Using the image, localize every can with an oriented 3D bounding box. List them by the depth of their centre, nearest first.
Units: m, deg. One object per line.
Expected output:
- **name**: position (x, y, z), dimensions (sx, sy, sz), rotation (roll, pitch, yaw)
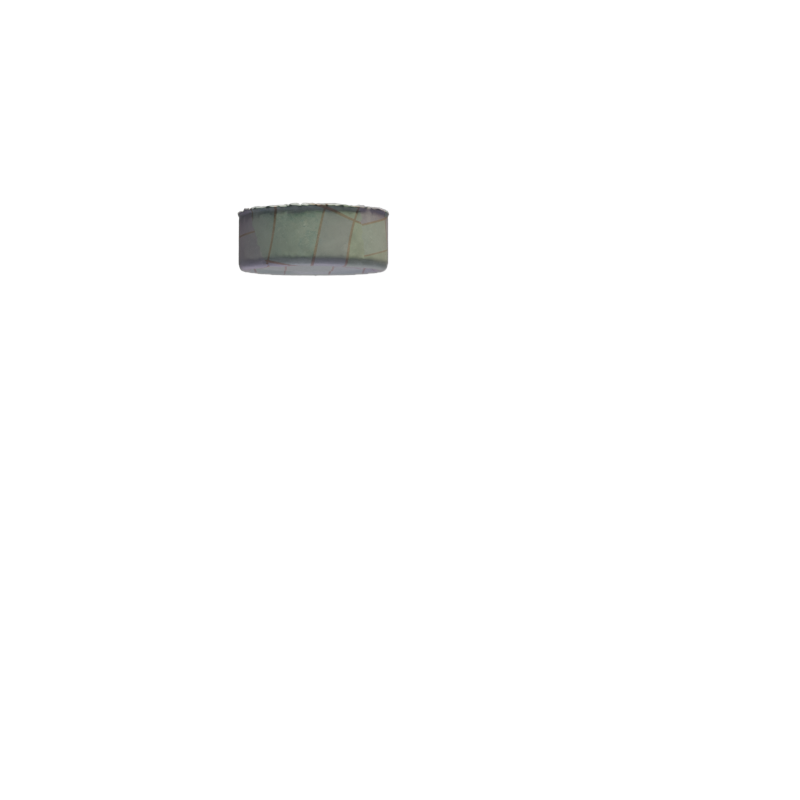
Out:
- **can**: position (-0.049, -0.089, 0.626), dimensions (0.086, 0.034, 0.086), rotation (0, 2, -2)
